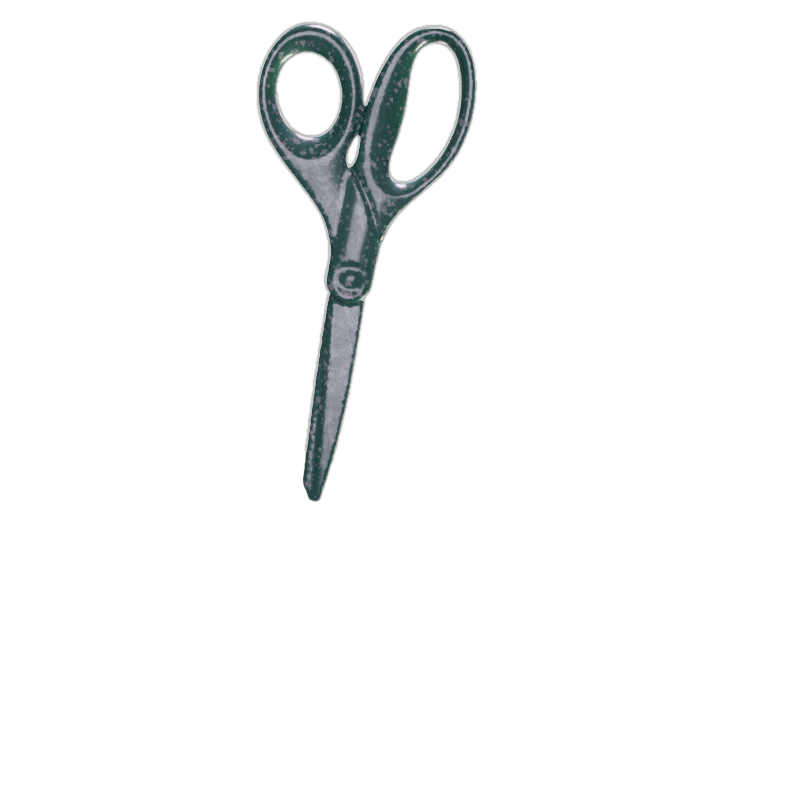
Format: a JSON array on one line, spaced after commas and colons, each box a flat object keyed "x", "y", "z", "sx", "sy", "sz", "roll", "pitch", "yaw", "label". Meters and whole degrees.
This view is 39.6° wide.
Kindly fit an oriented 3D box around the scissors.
[{"x": -0.036, "y": -0.065, "z": 0.455, "sx": 0.095, "sy": 0.199, "sz": 0.016, "roll": 25, "pitch": 6, "yaw": -3, "label": "scissors"}]
